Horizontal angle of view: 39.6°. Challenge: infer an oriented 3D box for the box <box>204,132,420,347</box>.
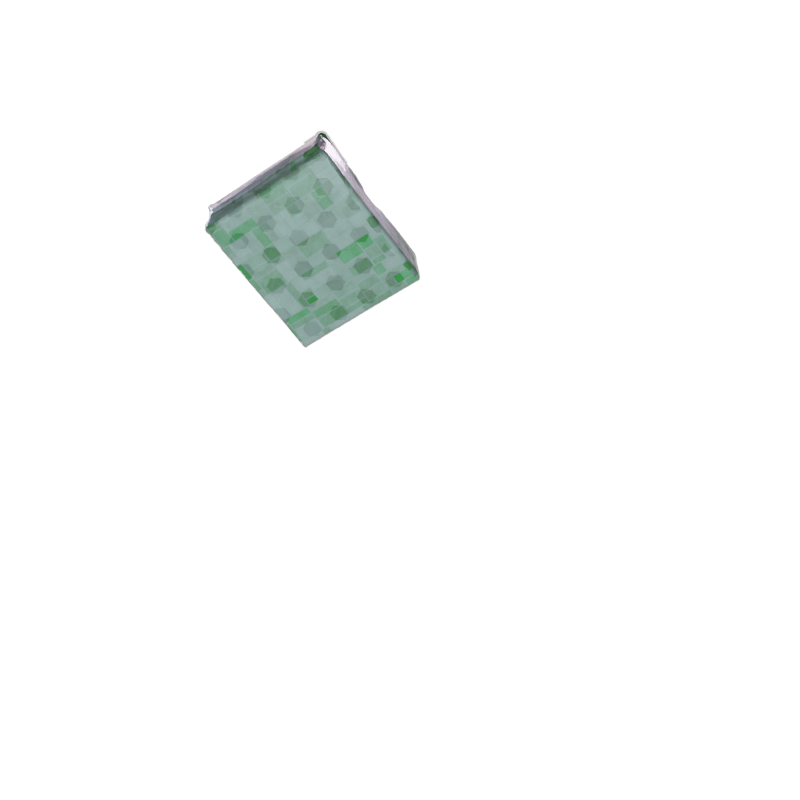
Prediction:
[{"bbox_3d":[-0.044,-0.081,0.566,0.073,0.084,0.032,-31,25,16],"label":"box"}]
